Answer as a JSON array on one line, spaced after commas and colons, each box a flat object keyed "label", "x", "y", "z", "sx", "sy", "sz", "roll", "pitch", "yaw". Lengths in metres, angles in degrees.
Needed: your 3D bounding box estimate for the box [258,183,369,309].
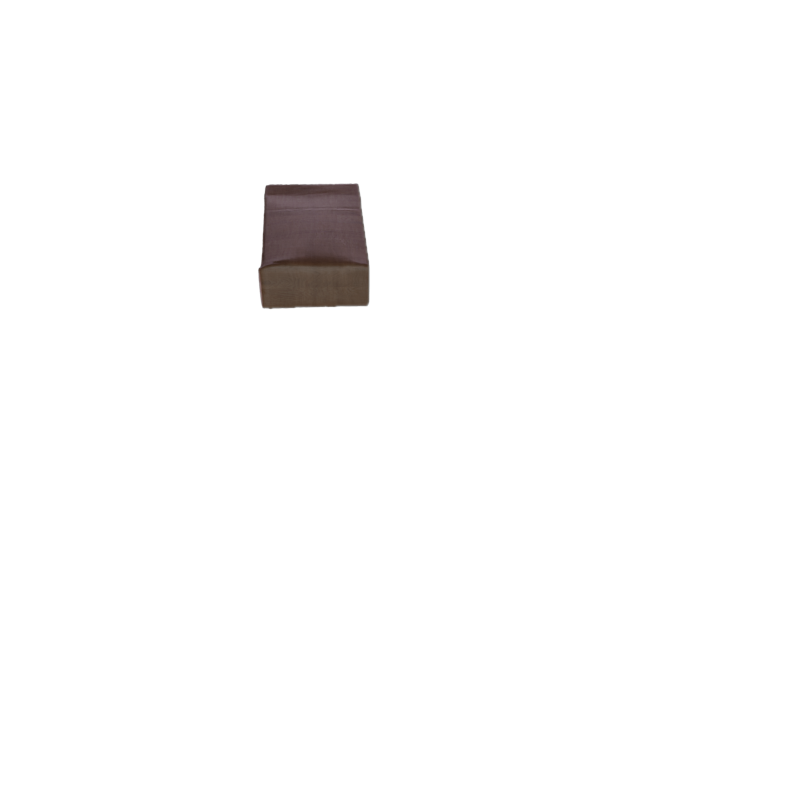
[{"label": "box", "x": -0.078, "y": -0.142, "z": 0.996, "sx": 0.093, "sy": 0.045, "sz": 0.187, "roll": -2, "pitch": 30, "yaw": -3}]
